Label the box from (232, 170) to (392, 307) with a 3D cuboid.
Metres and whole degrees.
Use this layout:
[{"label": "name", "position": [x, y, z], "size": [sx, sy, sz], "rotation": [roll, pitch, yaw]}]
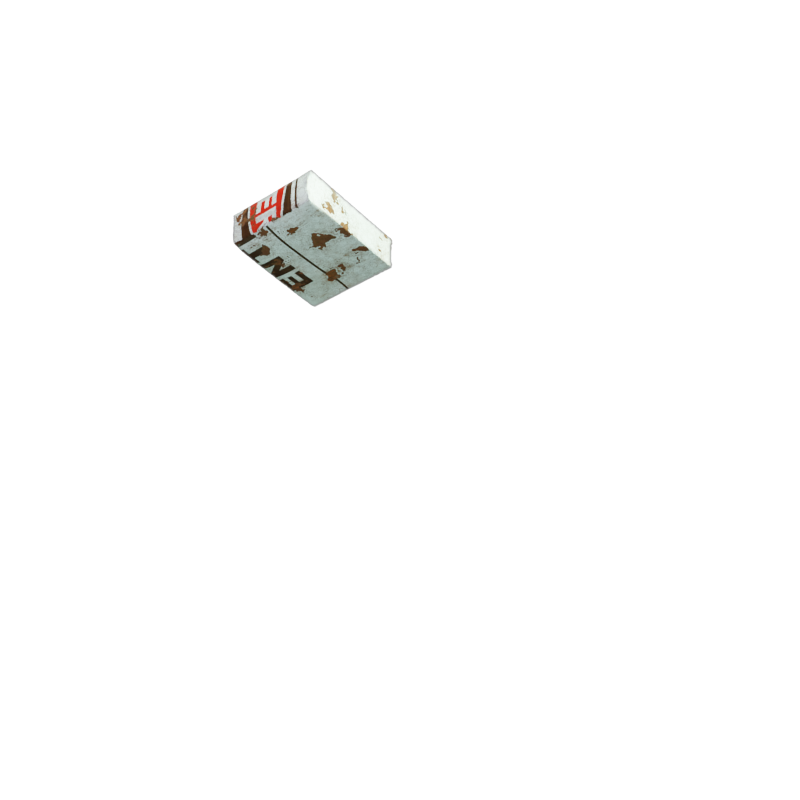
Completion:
[{"label": "box", "position": [-0.075, -0.136, 0.951], "size": [0.090, 0.042, 0.106], "rotation": [-26, -44, 30]}]
